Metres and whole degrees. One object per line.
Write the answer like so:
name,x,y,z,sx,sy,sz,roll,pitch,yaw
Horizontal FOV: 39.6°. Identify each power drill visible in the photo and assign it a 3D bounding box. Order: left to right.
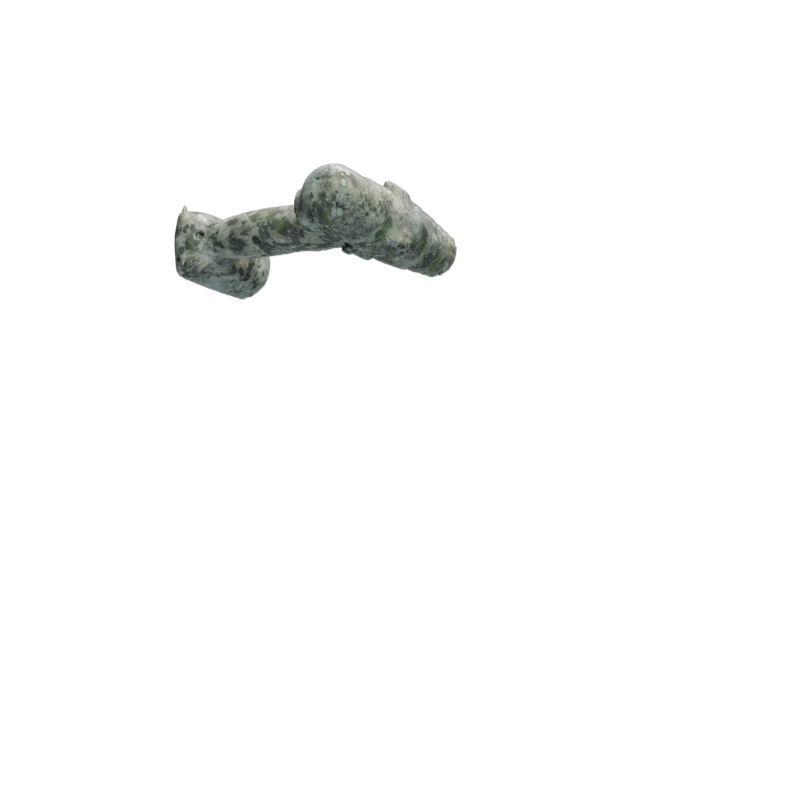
power drill,-0.068,-0.125,0.874,0.191,0.060,0.173,-9,-17,31
